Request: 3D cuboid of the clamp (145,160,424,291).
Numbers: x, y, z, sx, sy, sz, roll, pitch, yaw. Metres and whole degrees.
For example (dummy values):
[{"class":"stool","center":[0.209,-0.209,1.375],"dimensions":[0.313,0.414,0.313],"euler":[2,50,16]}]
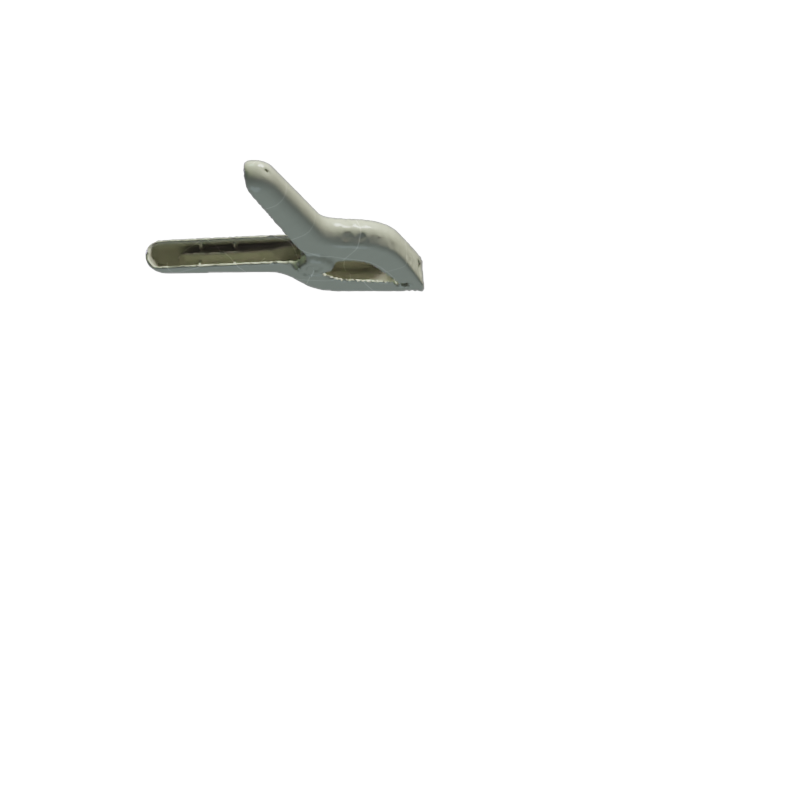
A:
[{"class":"clamp","center":[-0.064,-0.117,0.818],"dimensions":[0.202,0.038,0.163],"euler":[9,-20,-26]}]
